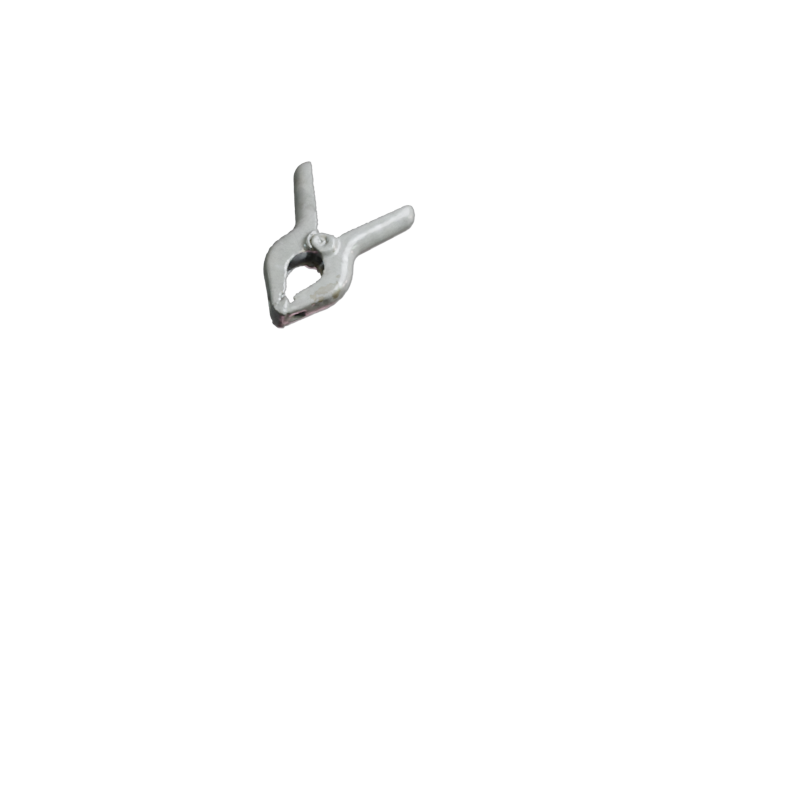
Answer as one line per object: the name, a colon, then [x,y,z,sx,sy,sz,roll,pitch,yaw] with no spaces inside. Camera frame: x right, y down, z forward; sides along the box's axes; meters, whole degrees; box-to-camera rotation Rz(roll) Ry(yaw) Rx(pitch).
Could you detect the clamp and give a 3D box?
clamp: [-0.078,-0.142,0.997,0.126,0.176,0.037,28,-32,19]
